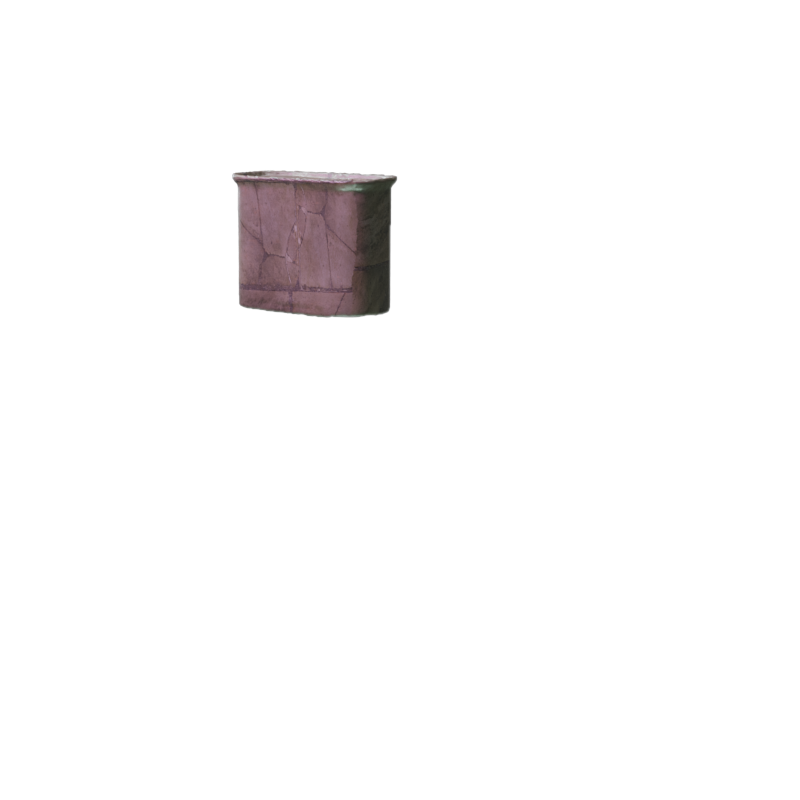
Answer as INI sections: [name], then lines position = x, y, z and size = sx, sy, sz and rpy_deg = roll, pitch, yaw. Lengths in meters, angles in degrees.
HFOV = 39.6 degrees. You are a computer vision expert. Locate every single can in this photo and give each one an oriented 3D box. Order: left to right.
[can]
position = -0.054, -0.098, 0.687
size = 0.106, 0.082, 0.056
rpy_deg = 8, 12, 31
